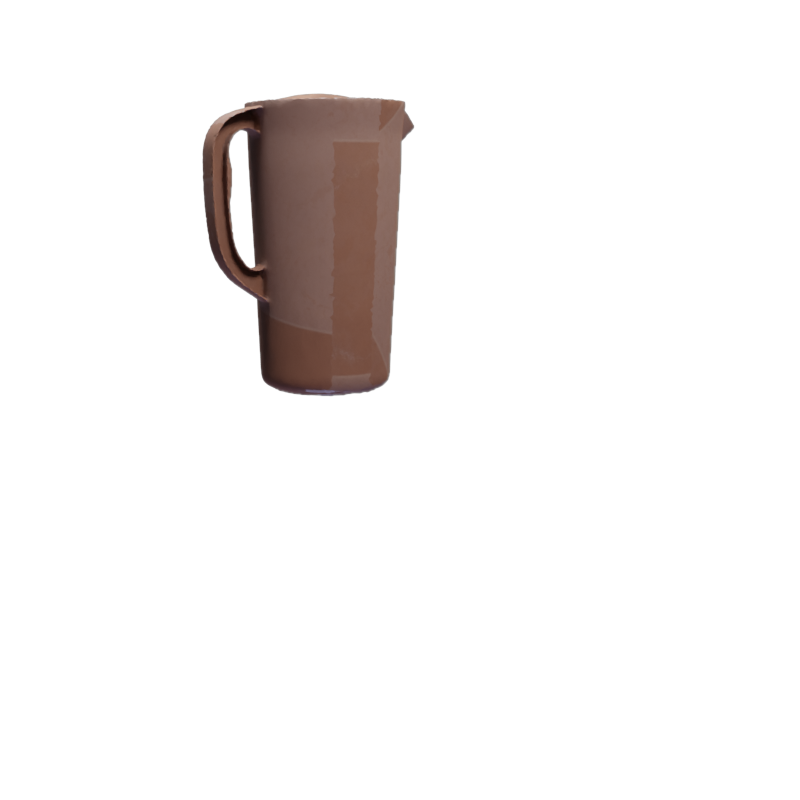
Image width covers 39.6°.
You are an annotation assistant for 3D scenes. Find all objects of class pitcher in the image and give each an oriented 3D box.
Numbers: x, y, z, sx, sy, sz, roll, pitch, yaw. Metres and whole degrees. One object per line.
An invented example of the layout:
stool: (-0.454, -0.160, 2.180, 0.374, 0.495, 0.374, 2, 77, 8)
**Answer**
pitcher: (-0.072, -0.131, 0.916, 0.152, 0.241, 0.144, 1, 5, 13)
